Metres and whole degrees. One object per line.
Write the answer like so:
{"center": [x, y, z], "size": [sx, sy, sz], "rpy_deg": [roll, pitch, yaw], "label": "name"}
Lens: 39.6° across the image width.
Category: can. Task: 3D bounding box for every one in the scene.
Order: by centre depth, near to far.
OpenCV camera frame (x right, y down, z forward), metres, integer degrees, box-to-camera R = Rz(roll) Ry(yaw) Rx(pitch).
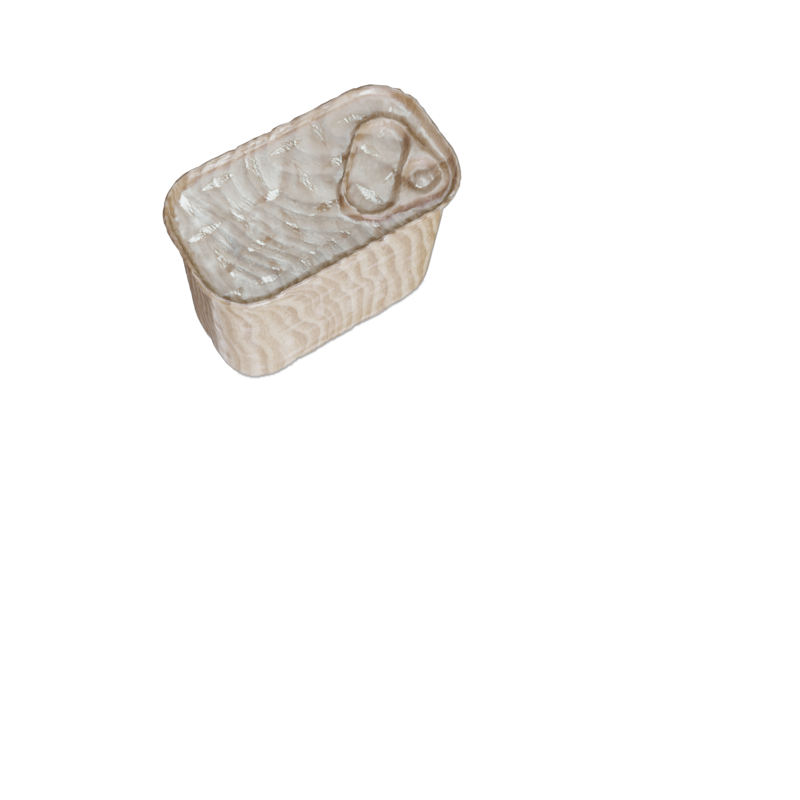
{"center": [-0.033, -0.060, 0.418], "size": [0.102, 0.060, 0.080], "rpy_deg": [-30, -16, -13], "label": "can"}
